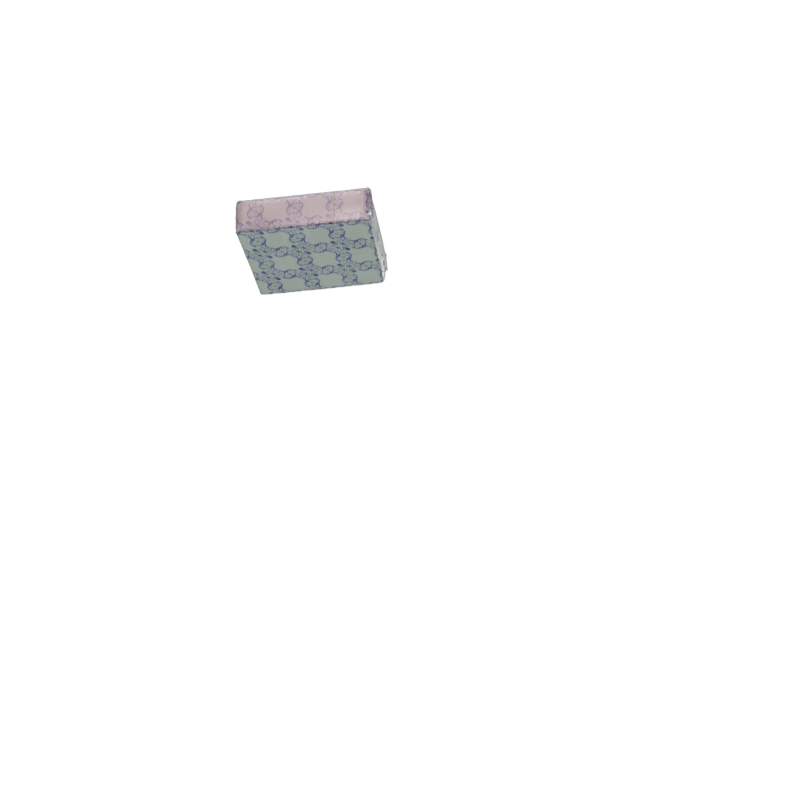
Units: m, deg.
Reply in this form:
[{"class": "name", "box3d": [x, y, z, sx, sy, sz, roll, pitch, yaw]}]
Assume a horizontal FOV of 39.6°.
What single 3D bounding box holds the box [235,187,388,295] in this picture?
[{"class": "box", "box3d": [-0.057, -0.104, 0.729, 0.090, 0.032, 0.068, -5, -31, 8]}]
